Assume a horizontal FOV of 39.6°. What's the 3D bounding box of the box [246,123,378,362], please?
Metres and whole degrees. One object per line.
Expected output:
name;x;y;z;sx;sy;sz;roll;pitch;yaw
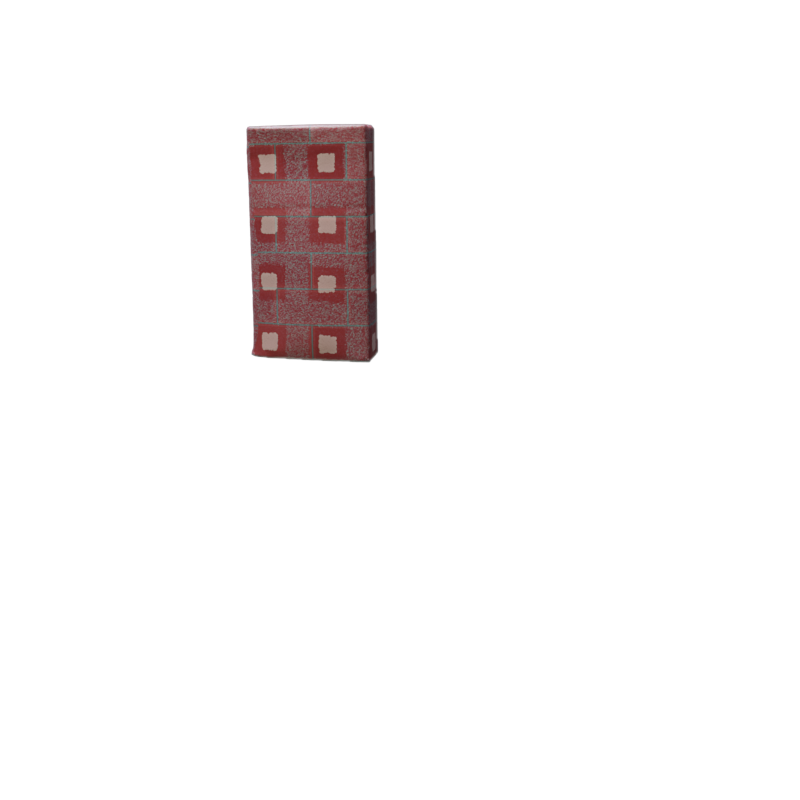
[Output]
box;-0.065;-0.119;0.836;0.095;0.174;0.048;1;5;12
